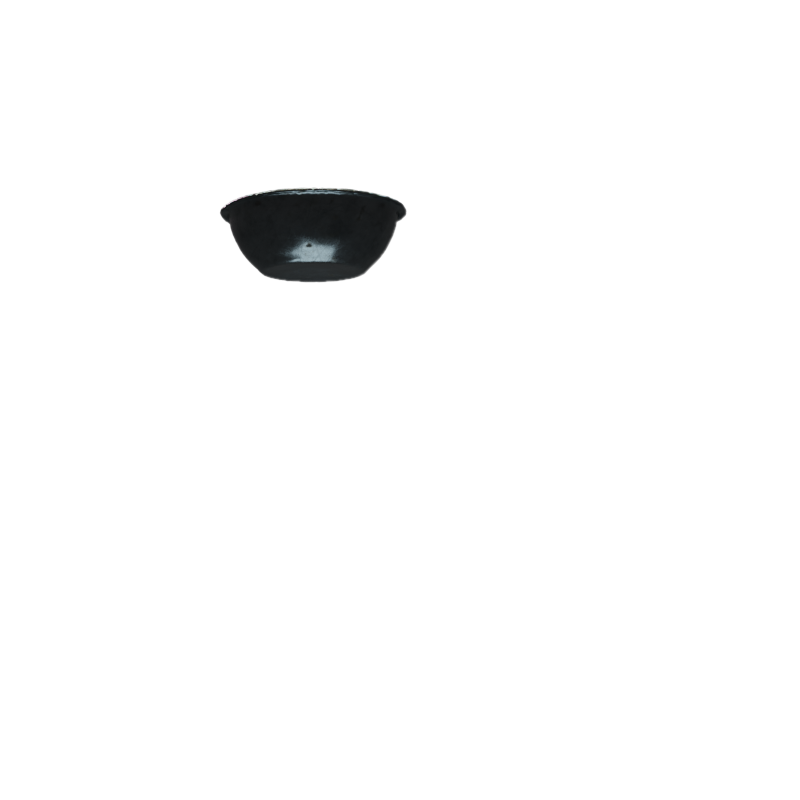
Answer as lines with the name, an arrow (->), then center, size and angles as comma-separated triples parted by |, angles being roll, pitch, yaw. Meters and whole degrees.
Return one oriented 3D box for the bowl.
bowl -> -0.075, -0.137, 0.958 | 0.162, 0.056, 0.159 | 0, -6, -2
